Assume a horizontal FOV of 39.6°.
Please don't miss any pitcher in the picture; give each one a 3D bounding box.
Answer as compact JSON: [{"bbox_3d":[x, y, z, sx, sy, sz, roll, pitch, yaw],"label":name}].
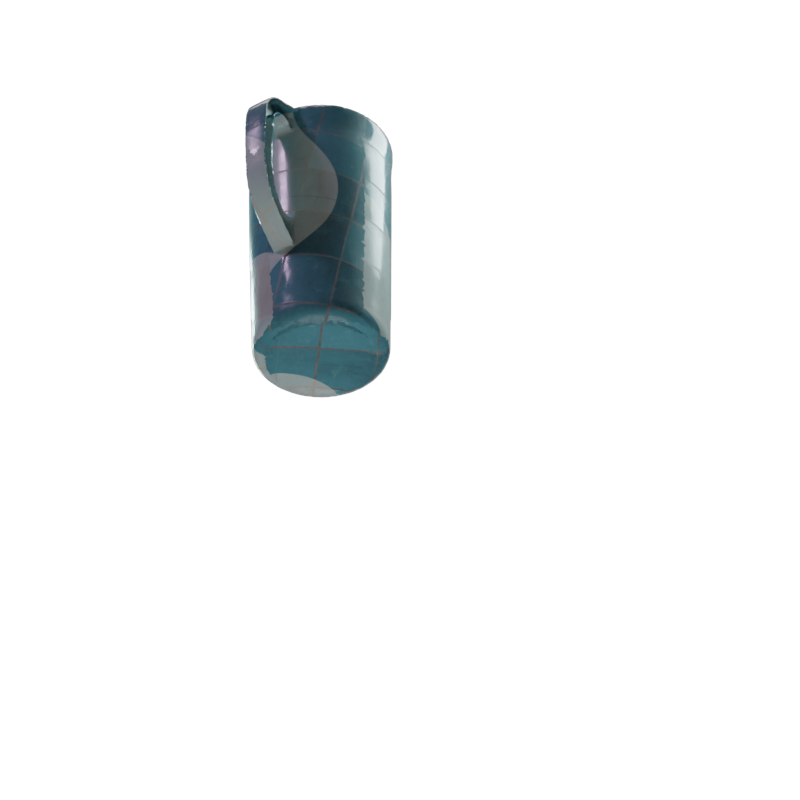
[{"bbox_3d":[-0.073,-0.133,0.931,0.146,0.261,0.138,10,-43,-14],"label":"pitcher"}]
